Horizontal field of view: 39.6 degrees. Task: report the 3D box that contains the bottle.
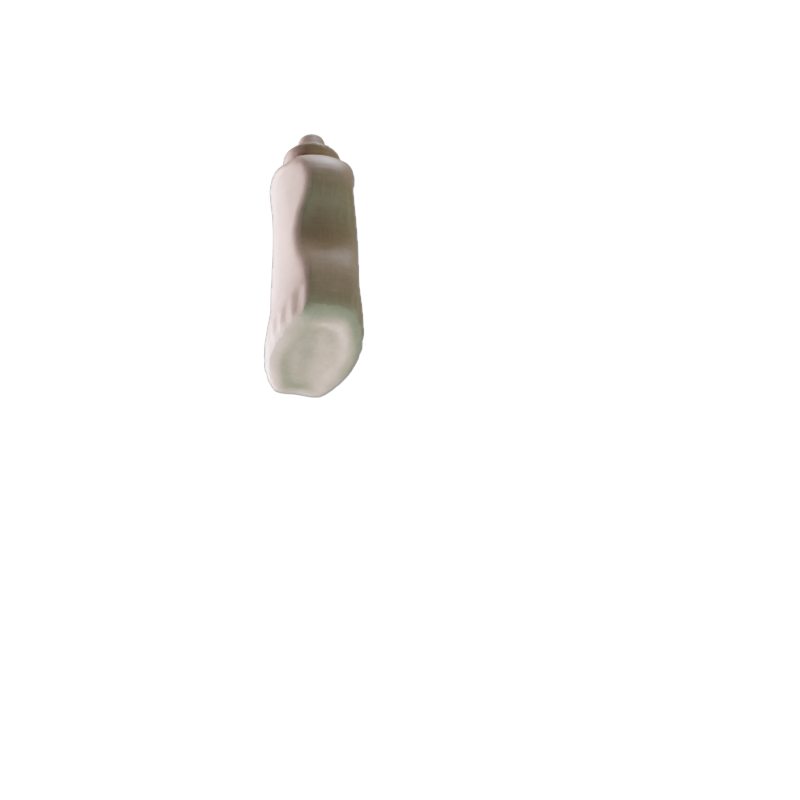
[{"bbox_3d":[-0.058,-0.105,0.736,0.057,0.206,0.091,7,-39,-13],"label":"bottle"}]
